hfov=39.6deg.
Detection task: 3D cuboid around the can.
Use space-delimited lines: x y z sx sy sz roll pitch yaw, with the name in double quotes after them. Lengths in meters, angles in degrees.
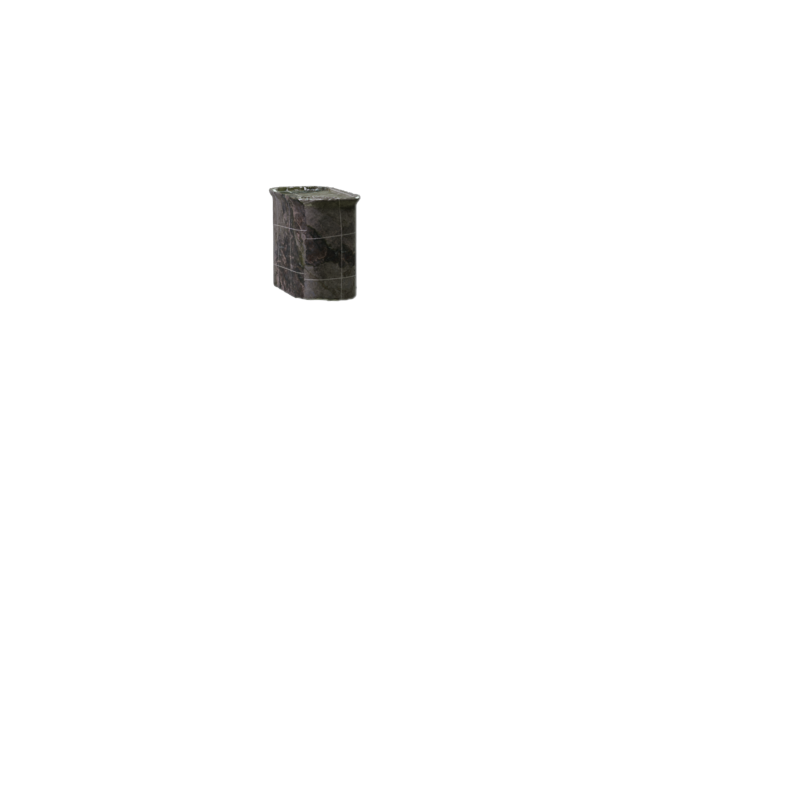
-0.072 -0.131 0.919 0.056 0.082 0.107 -4 14 -21 "can"
